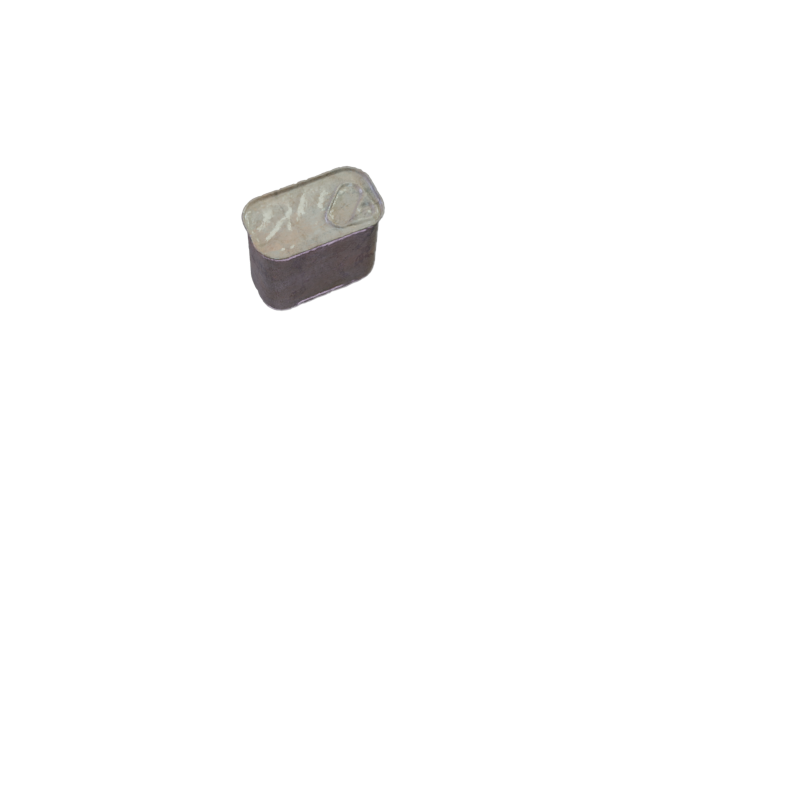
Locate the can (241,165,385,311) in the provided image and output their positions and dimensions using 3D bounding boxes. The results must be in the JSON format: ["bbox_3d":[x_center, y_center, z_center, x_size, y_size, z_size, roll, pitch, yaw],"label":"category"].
[{"bbox_3d":[-0.066,-0.120,0.838,0.101,0.061,0.079,-23,-25,-14],"label":"can"}]
